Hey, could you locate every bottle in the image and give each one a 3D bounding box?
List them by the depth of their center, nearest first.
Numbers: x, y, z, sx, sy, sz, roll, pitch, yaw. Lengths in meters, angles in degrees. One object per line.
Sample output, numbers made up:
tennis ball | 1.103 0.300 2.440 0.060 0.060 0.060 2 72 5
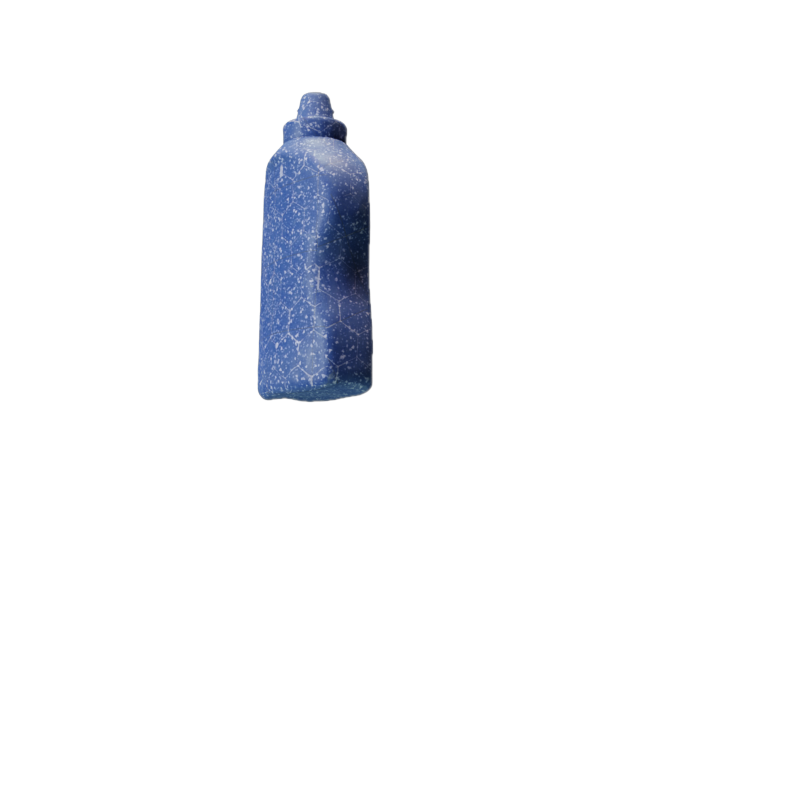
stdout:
bottle | -0.053 -0.098 0.687 0.056 0.198 0.097 6 -13 -27
